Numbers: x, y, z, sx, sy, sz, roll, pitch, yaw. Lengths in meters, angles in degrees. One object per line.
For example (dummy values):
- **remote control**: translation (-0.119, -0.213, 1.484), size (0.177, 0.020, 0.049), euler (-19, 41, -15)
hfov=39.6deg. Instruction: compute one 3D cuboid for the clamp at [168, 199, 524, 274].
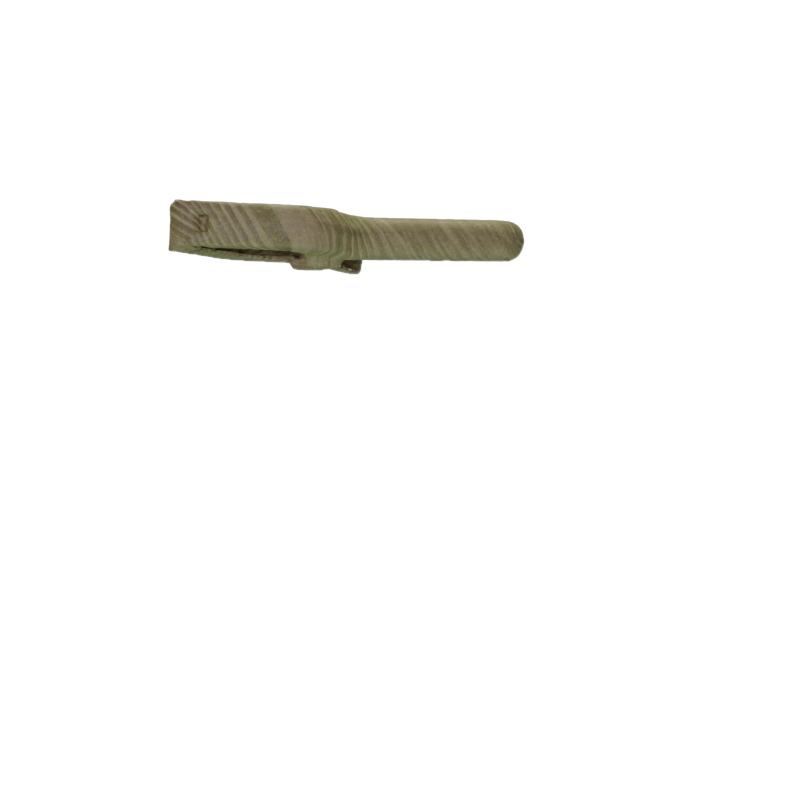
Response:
- **clamp**: translation (-0.054, -0.098, 0.687), size (0.202, 0.037, 0.169), euler (-1, 1, -33)
